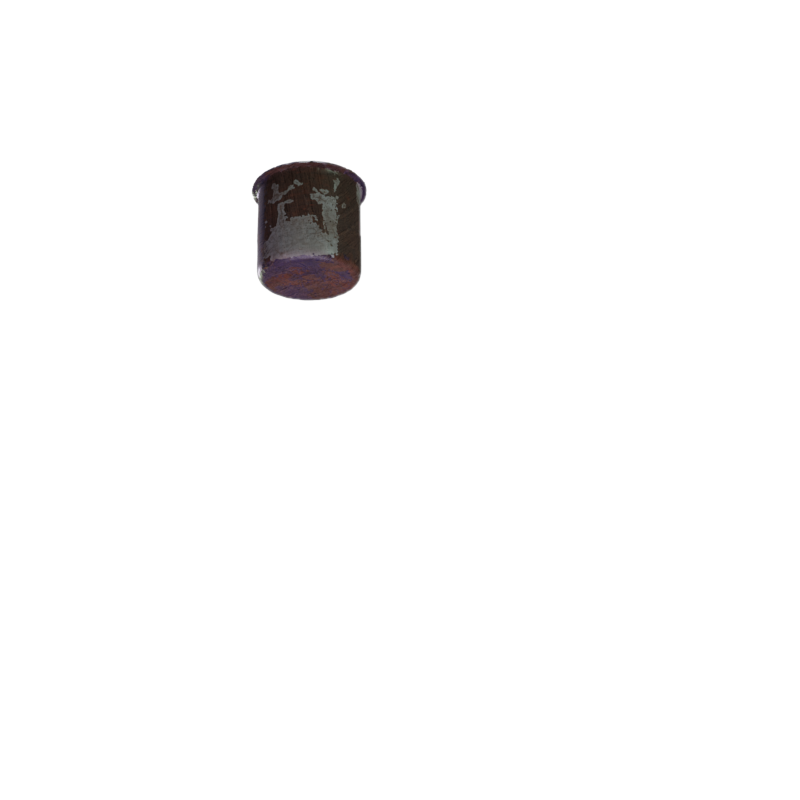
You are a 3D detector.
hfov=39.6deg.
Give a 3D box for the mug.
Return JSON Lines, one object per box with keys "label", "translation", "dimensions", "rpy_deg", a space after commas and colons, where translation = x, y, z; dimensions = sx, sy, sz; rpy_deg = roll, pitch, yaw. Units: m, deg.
{"label": "mug", "translation": [-0.070, -0.127, 0.889], "dimensions": [0.094, 0.086, 0.109], "rpy_deg": [-6, -24, 12]}
